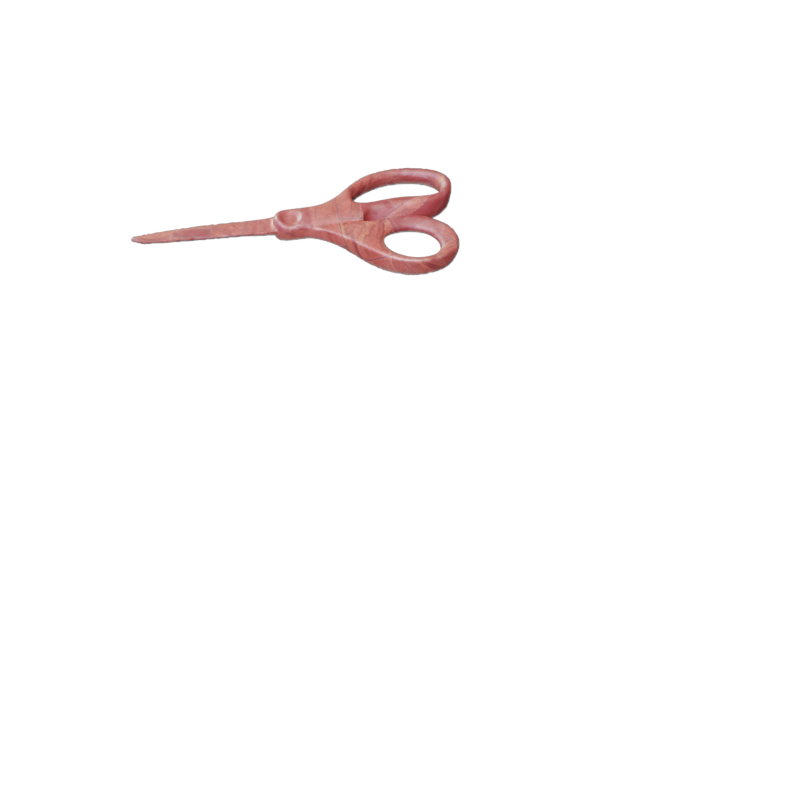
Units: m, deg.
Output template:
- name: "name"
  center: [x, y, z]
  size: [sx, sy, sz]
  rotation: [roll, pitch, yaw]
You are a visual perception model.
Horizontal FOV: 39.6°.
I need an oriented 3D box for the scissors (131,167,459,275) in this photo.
- name: "scissors"
  center: [-0.053, -0.096, 0.672]
  size: [0.200, 0.015, 0.104]
  rotation: [-19, 50, -17]
